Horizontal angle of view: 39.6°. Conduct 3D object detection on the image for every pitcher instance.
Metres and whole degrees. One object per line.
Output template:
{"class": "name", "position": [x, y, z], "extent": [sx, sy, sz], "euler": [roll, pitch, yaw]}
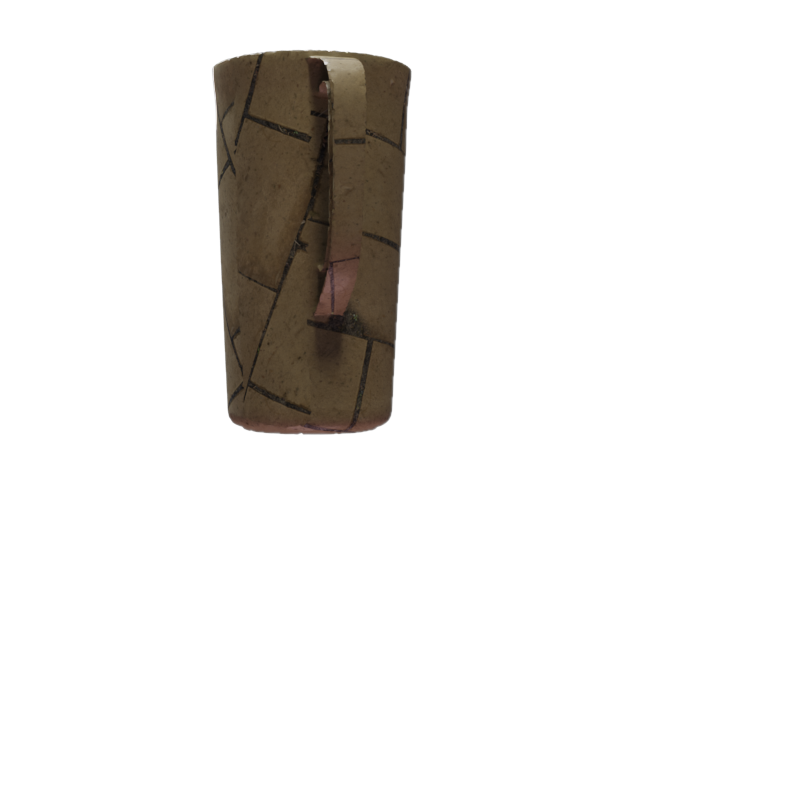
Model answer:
{"class": "pitcher", "position": [-0.057, -0.103, 0.723], "extent": [0.150, 0.245, 0.144], "euler": [-1, -2, 29]}
